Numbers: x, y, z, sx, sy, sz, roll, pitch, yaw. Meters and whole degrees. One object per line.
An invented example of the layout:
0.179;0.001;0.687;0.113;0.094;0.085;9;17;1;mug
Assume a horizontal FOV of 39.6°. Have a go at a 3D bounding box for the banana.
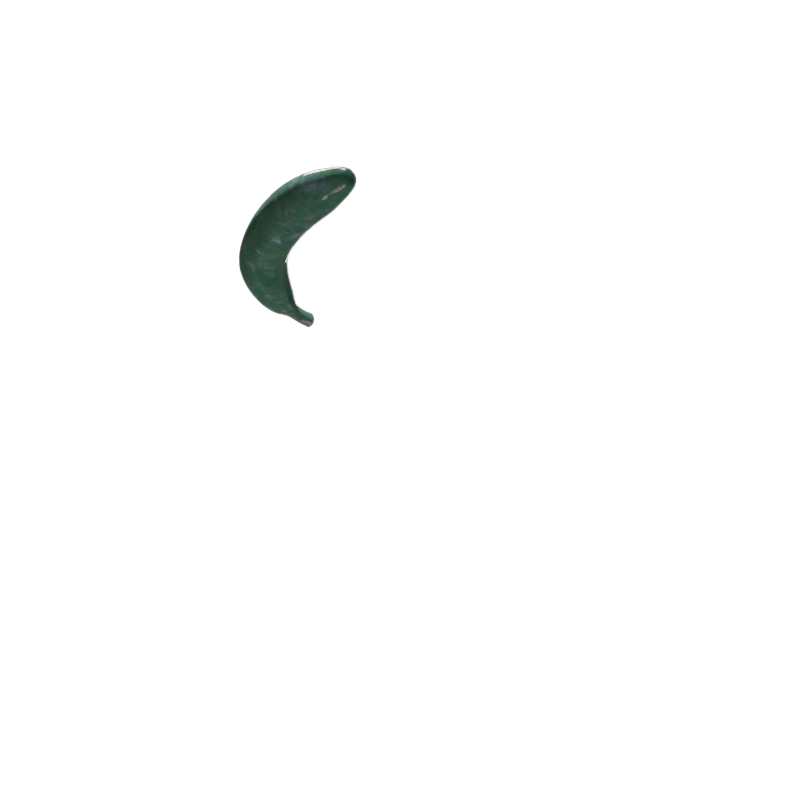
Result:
-0.084;-0.118;0.832;0.068;0.039;0.188;6;-28;-11;banana
